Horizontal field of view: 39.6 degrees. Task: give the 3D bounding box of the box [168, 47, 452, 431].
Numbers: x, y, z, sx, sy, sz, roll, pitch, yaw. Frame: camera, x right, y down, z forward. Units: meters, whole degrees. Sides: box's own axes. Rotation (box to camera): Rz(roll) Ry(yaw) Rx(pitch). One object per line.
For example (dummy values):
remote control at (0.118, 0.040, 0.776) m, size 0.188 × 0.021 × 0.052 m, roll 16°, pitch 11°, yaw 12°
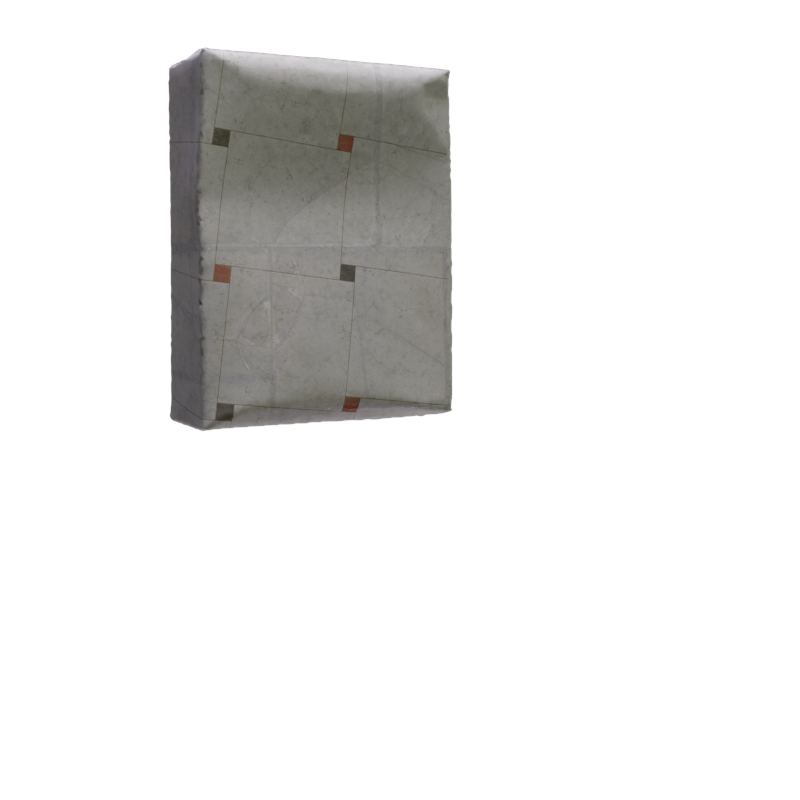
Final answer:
box at (-0.052, -0.095, 0.665) m, size 0.159 × 0.214 × 0.074 m, roll -1°, pitch -1°, yaw -25°
